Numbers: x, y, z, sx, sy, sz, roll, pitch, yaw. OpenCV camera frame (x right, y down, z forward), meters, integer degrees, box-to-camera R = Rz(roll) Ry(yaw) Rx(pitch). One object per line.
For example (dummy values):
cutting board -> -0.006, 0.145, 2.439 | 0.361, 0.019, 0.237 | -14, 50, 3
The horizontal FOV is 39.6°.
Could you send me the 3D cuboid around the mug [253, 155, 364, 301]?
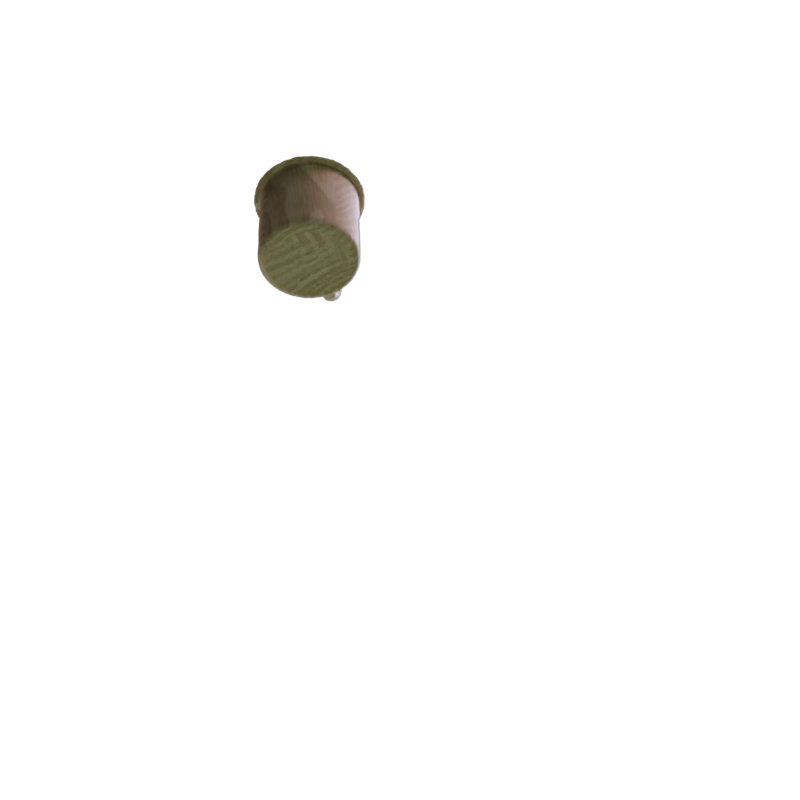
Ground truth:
mug -> -0.071, -0.129, 0.906 | 0.094, 0.108, 0.087 | -11, 43, 9
